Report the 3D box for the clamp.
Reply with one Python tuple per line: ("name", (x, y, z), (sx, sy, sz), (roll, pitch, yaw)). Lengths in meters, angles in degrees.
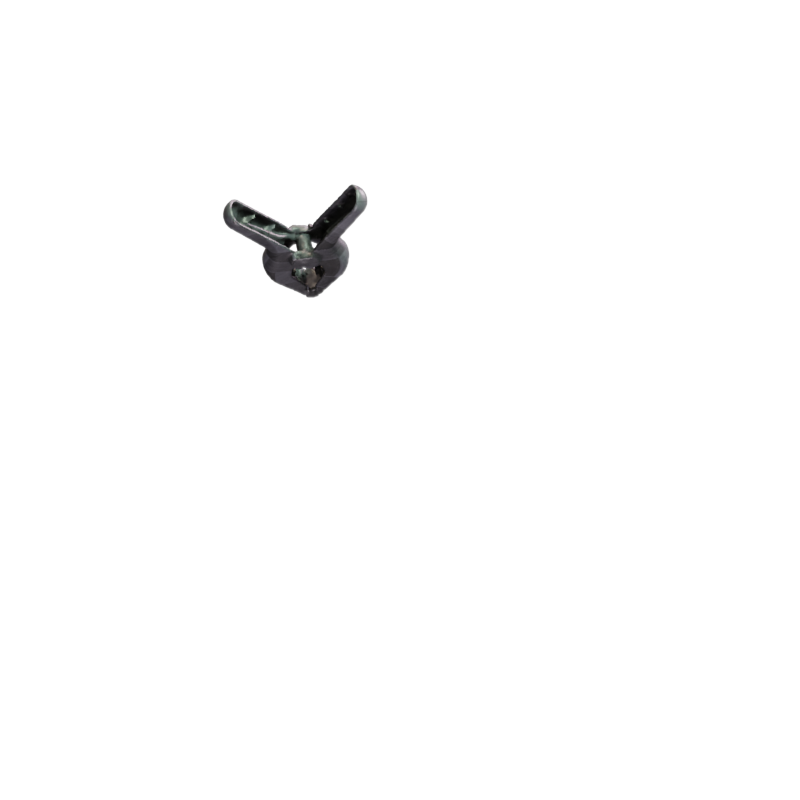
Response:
("clamp", (-0.077, -0.141, 0.986), (0.122, 0.041, 0.161), (-4, -18, 11))
